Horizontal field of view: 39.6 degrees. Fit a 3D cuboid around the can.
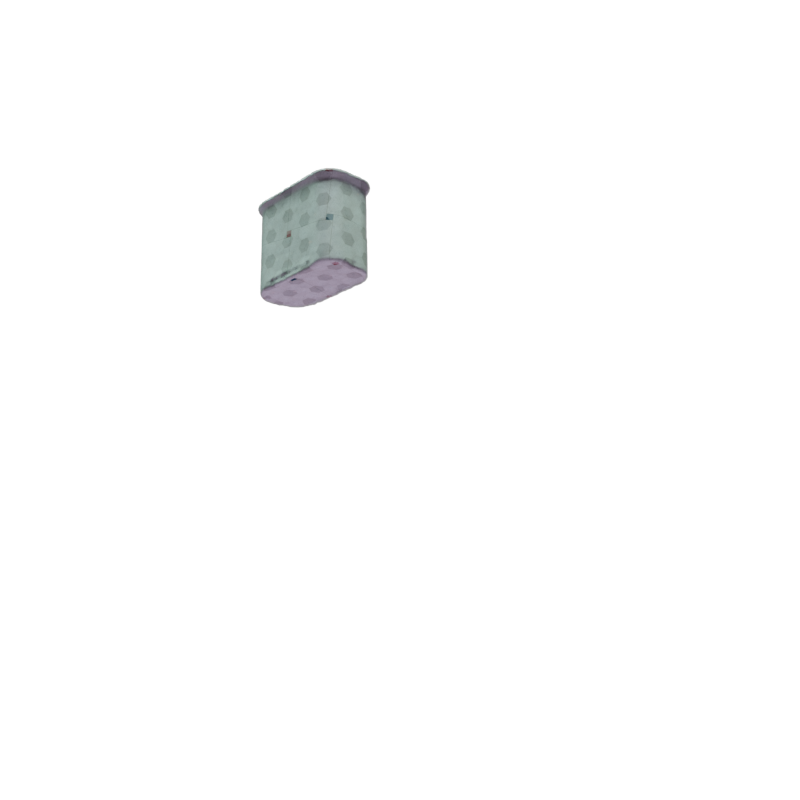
[{"bbox_3d":[-0.072,-0.131,0.917,0.054,0.088,0.102,20,-30,-40],"label":"can"}]
